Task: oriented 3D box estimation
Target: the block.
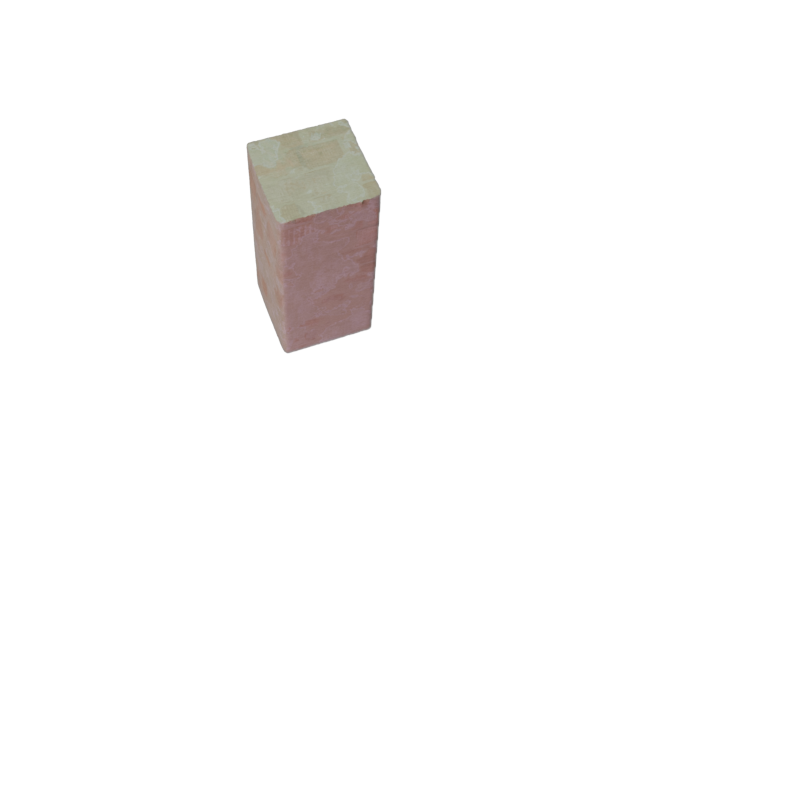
[{"bbox_3d":[-0.077,-0.139,0.979,0.090,0.097,0.193,-16,-28,-13],"label":"block"}]
